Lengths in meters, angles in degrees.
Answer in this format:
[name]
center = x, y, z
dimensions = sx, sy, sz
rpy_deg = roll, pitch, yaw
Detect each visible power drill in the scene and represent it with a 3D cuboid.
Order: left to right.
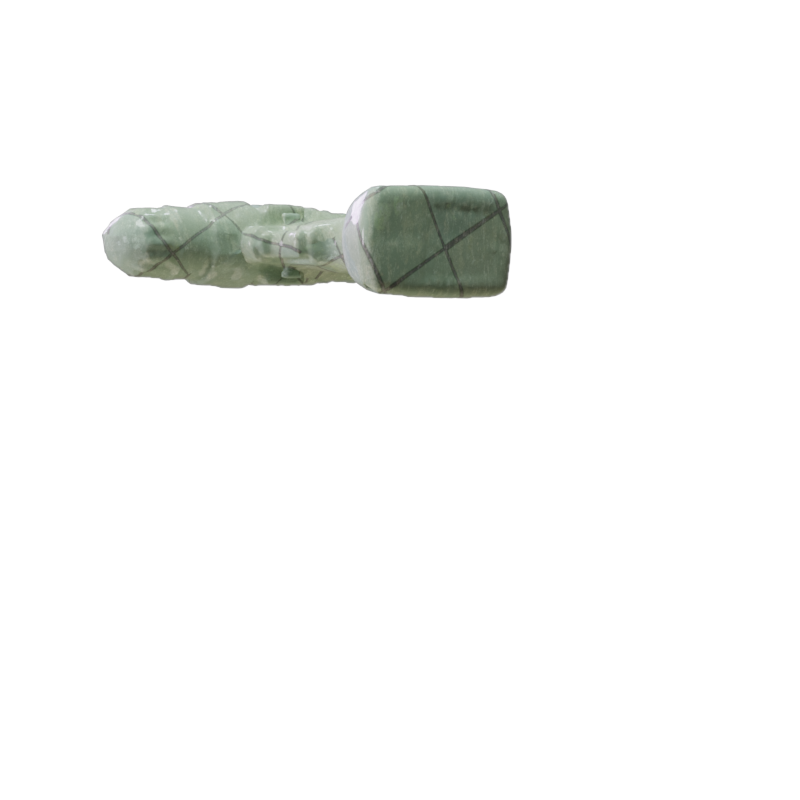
[power drill]
center = -0.048, -0.088, 0.615
dimensions = 0.178, 0.057, 0.196
rpy_deg = -6, 10, -38
